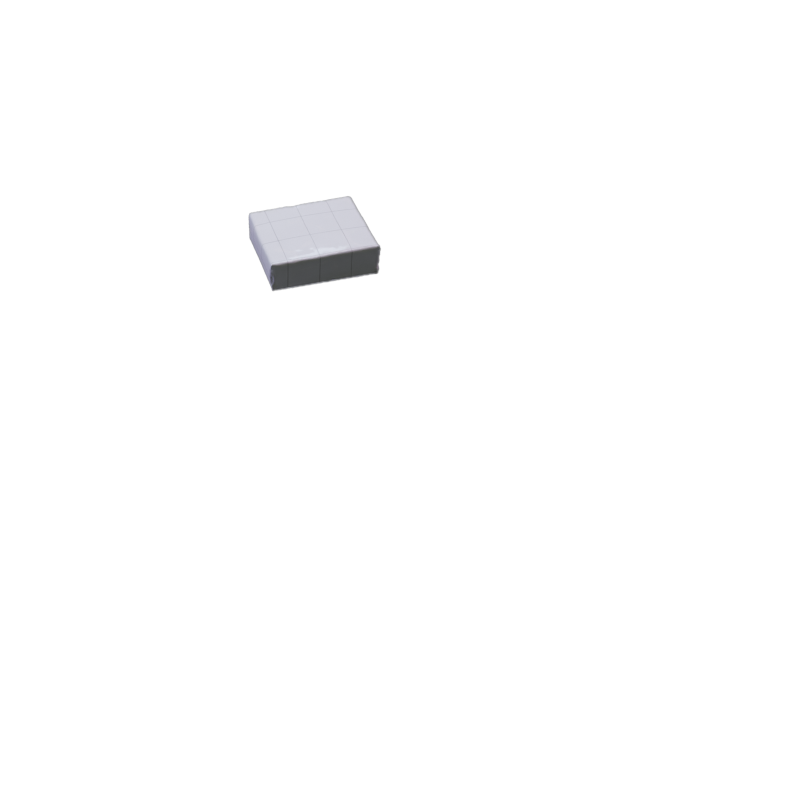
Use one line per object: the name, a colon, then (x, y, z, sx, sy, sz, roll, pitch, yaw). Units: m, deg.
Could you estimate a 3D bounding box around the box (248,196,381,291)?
box: (-0.068, -0.125, 0.874, 0.088, 0.028, 0.079, -12, 42, -14)
